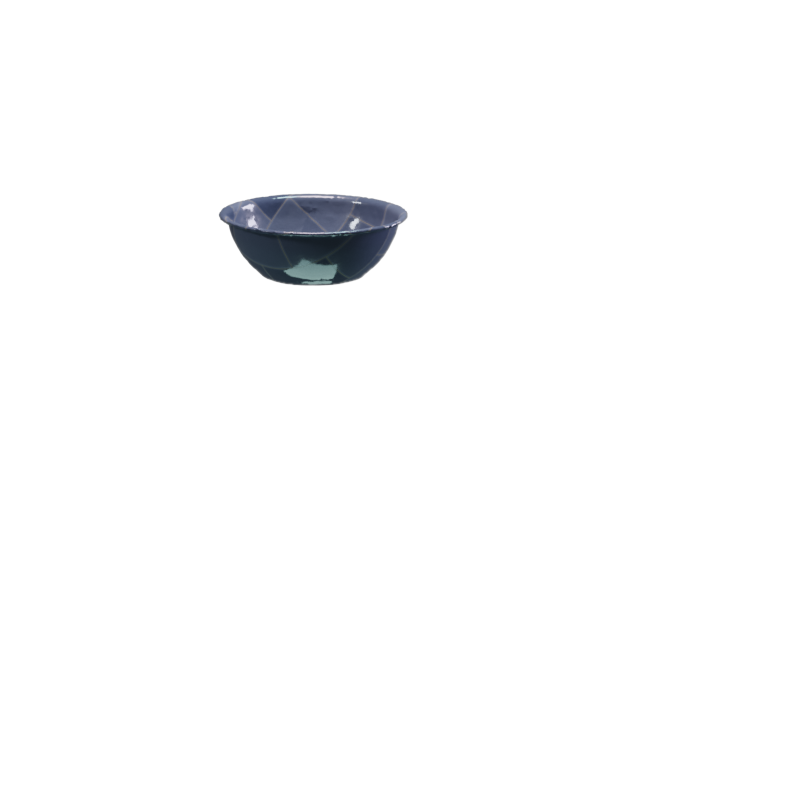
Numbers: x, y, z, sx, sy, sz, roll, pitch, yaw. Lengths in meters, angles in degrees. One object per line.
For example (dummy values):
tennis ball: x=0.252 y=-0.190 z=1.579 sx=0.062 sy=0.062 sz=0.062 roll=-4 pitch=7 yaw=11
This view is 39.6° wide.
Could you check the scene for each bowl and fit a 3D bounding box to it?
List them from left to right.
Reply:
bowl: x=-0.075 y=-0.136 z=0.954 sx=0.162 sy=0.053 sz=0.169 roll=-1 pitch=20 yaw=-2
